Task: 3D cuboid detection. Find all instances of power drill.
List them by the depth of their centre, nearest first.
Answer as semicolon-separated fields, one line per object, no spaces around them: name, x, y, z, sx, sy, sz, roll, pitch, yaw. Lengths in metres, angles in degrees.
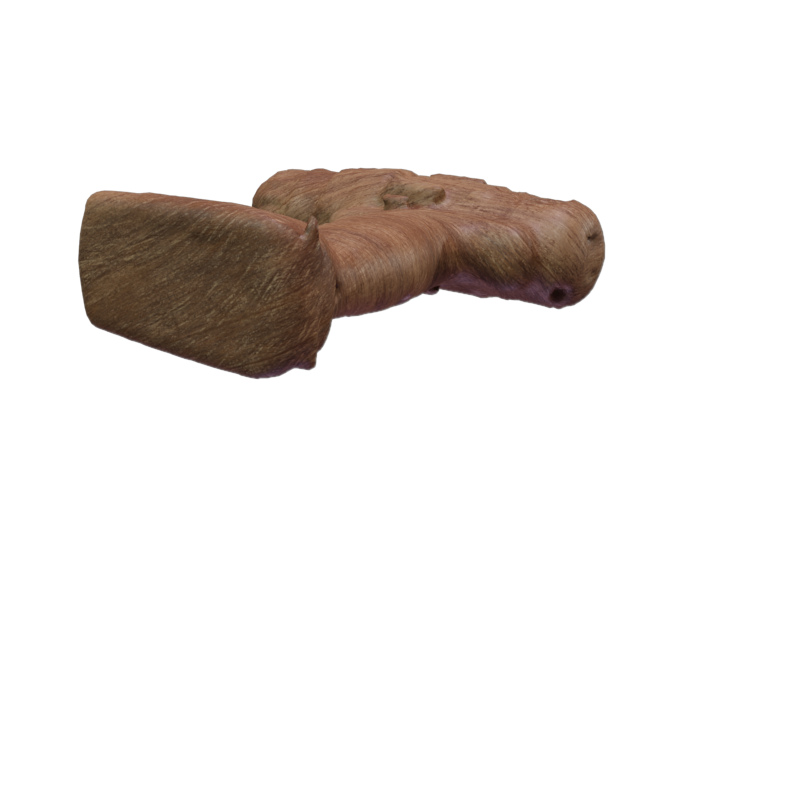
power drill;-0.036;-0.065;0.456;0.194;0.056;0.184;13;21;36
